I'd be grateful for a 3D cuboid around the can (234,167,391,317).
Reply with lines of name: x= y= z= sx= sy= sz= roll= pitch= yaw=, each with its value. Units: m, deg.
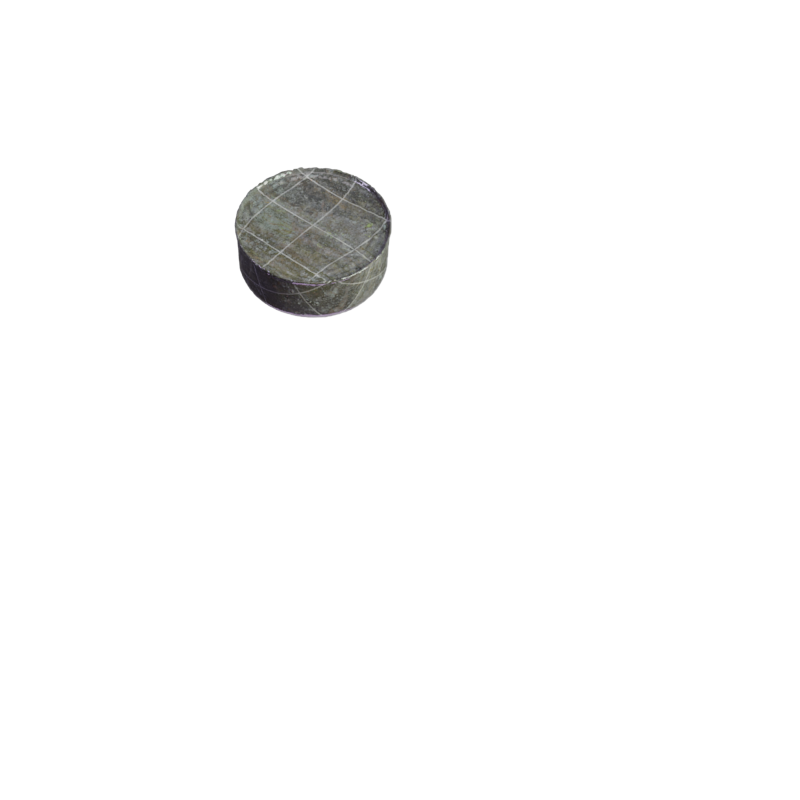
can: x=-0.048 y=-0.088 z=0.617 sx=0.086 sy=0.092 sz=0.031 roll=-1 pitch=-38 yaw=-1
